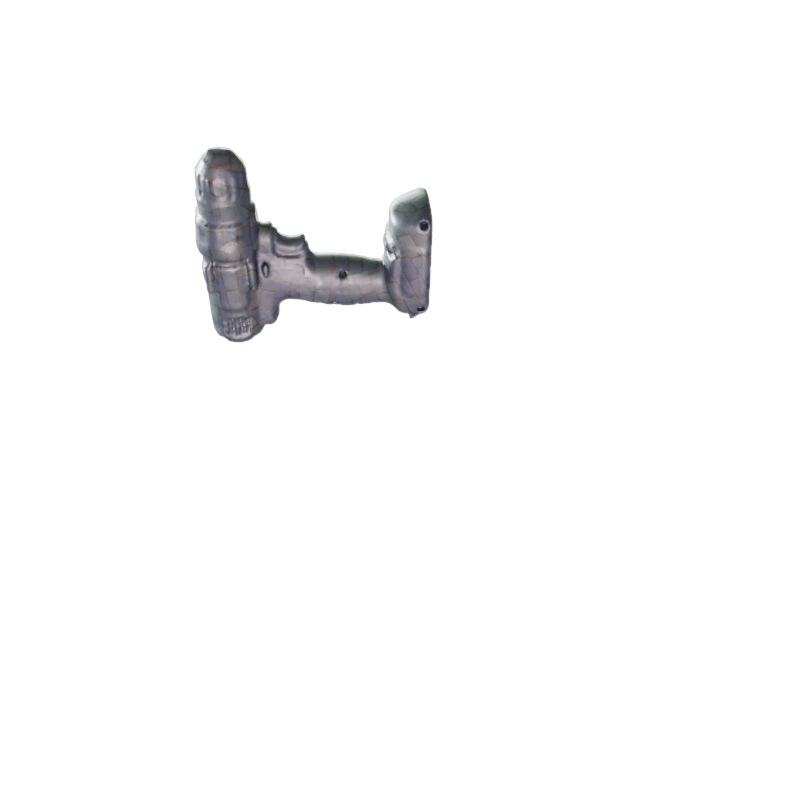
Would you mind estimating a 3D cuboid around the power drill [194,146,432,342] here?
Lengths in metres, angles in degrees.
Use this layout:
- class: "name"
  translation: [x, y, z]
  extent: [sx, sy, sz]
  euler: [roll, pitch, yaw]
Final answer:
- class: "power drill"
  translation: [-0.070, -0.127, 0.892]
  extent: [0.188, 0.171, 0.062]
  euler: [-1, 43, 1]
